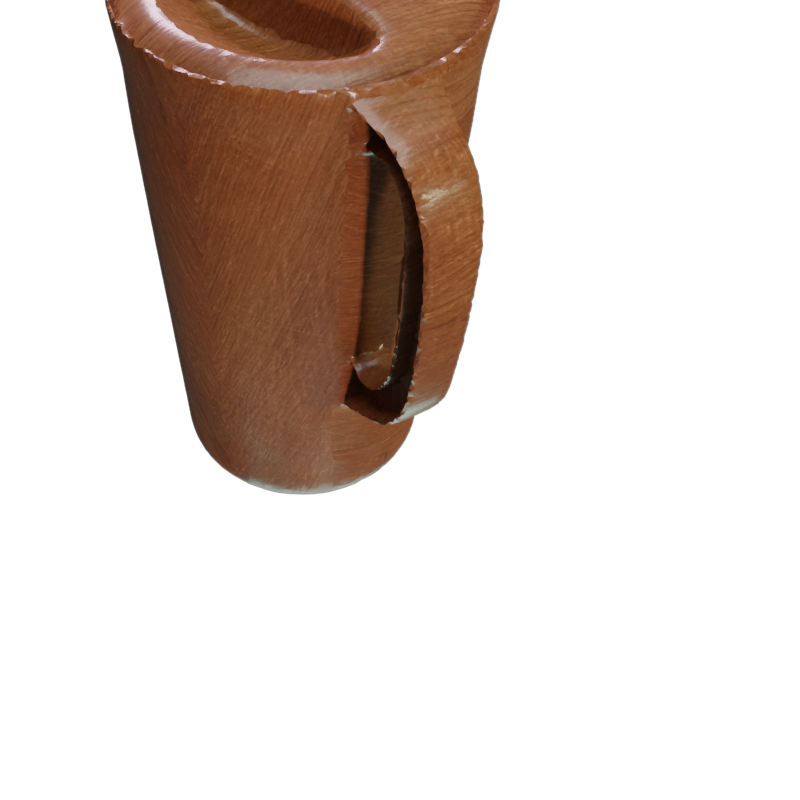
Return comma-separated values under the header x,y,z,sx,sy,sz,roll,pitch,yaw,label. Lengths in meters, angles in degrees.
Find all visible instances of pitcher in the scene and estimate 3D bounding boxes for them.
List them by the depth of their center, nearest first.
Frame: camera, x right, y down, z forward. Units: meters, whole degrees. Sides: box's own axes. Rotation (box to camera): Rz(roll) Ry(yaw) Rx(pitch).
x,y,z,sx,sy,sz,roll,pitch,yaw,label
-0.035,-0.063,0.444,0.148,0.157,0.226,13,-42,9,pitcher
